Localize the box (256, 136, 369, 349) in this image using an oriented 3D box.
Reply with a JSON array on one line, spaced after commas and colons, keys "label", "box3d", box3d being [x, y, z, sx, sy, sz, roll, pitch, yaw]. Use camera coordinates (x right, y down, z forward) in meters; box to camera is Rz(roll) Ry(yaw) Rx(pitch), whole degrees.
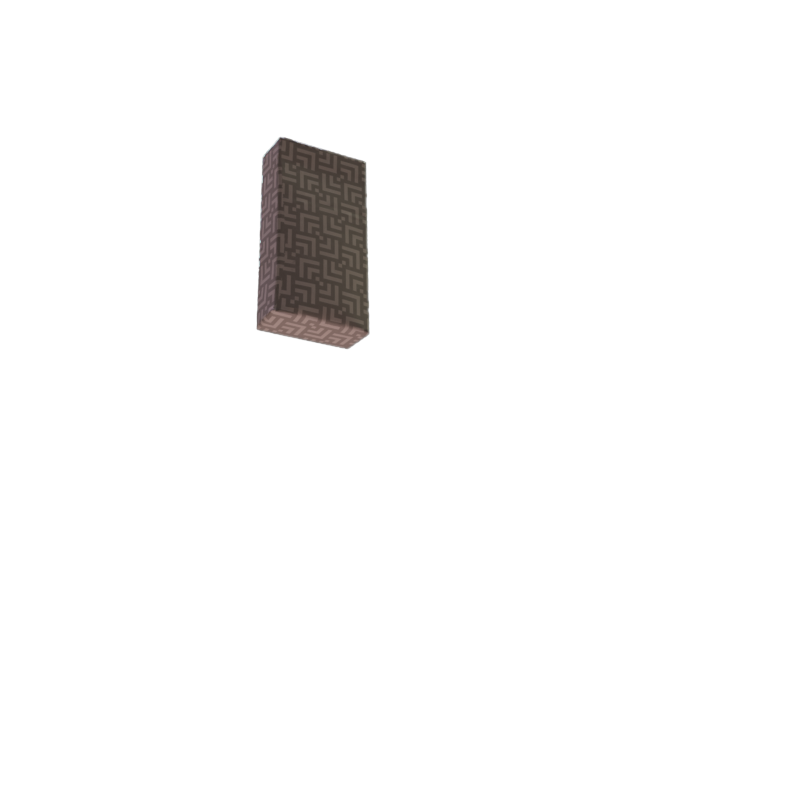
[{"label": "box", "box3d": [-0.077, -0.140, 0.984, 0.089, 0.187, 0.047, 13, -32, -25]}]
